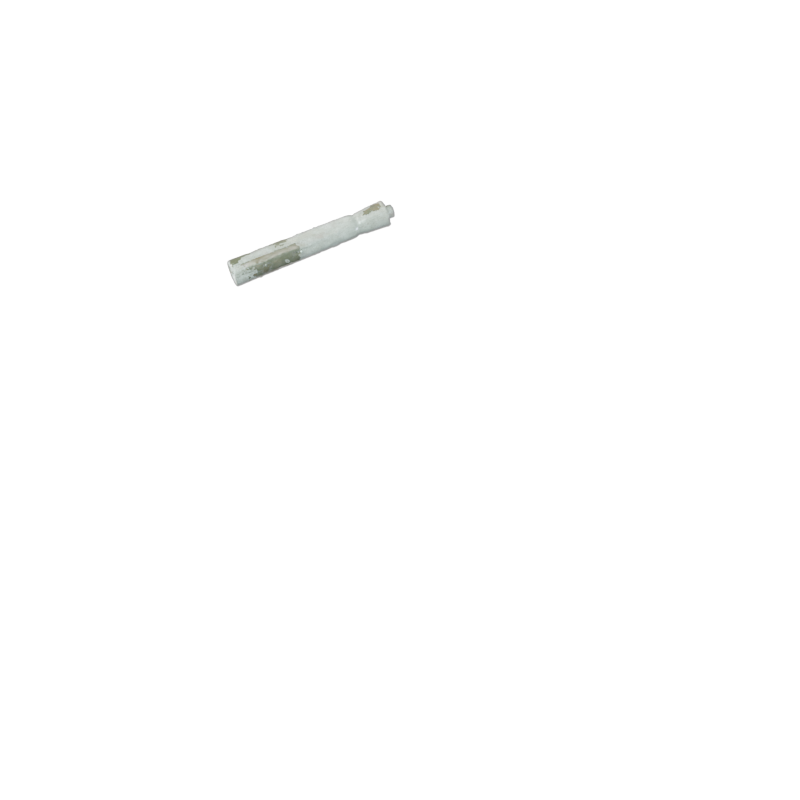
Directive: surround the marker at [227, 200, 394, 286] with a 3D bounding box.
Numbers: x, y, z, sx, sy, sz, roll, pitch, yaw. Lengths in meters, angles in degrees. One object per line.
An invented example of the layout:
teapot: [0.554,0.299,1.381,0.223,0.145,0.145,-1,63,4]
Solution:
marker: [-0.060,-0.109,0.762,0.120,0.019,0.020,-23,9,-11]
